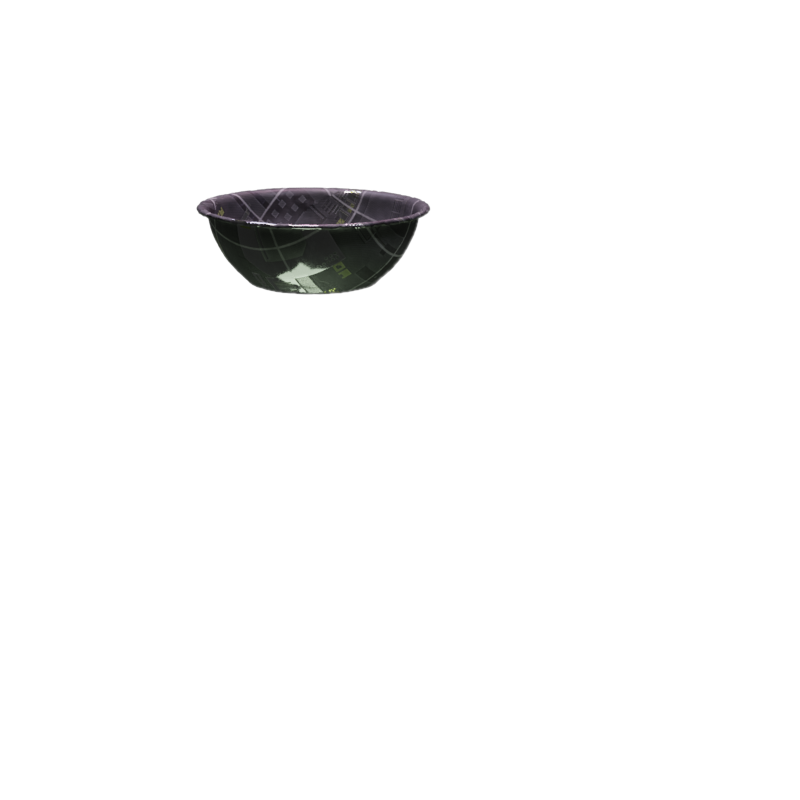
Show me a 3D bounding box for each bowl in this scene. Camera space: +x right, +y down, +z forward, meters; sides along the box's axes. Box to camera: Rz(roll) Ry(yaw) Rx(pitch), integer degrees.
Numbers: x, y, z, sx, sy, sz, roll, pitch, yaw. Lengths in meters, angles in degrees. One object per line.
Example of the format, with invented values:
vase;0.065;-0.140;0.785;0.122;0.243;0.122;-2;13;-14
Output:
bowl;-0.061;-0.110;0.773;0.162;0.053;0.168;-1;18;-2
